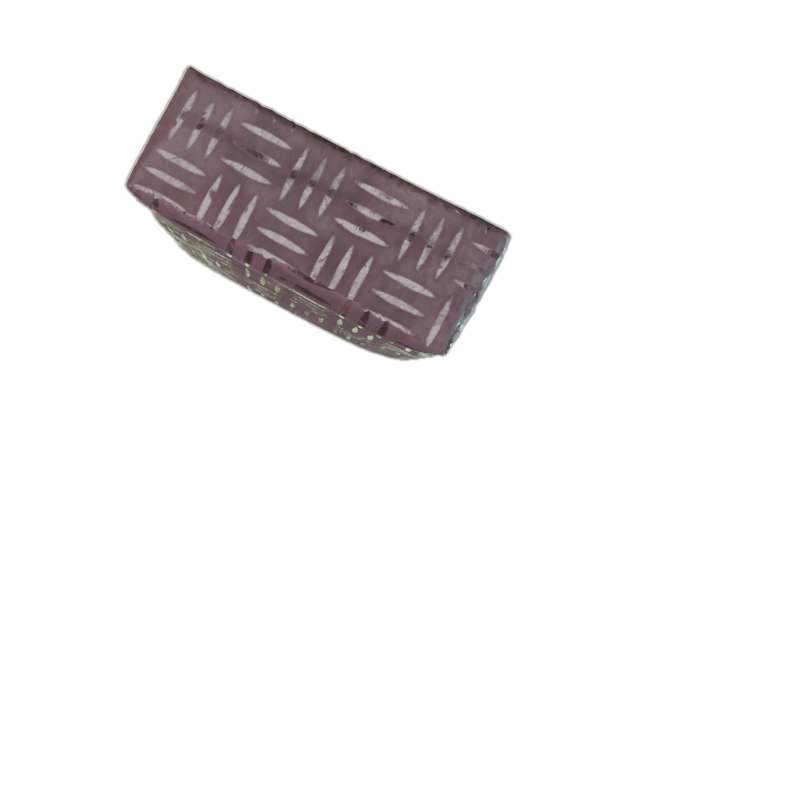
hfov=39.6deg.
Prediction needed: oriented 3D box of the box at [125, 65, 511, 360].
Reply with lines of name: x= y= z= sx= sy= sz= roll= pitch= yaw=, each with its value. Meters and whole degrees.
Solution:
box: x=-0.046 y=-0.084 z=0.588 sx=0.165 sy=0.072 sz=0.213 roll=28 pitch=-1 yaw=-2
